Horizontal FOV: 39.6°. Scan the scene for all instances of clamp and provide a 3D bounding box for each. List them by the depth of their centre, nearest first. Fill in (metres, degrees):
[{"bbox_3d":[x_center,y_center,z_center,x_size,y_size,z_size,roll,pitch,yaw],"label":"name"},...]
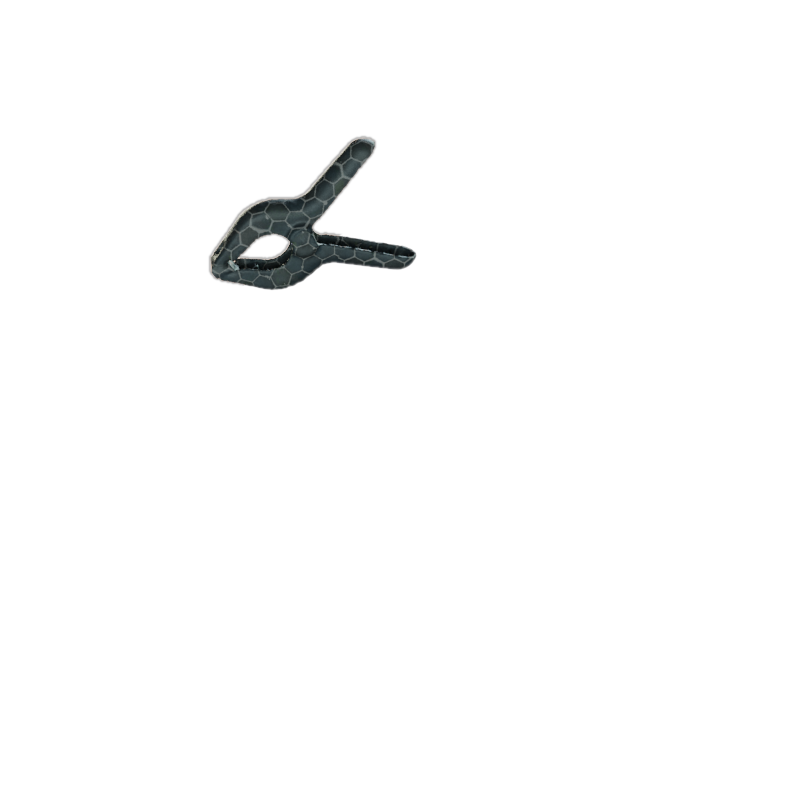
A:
[{"bbox_3d":[-0.073,-0.133,0.930,0.171,0.115,0.041,-27,18,9],"label":"clamp"}]
